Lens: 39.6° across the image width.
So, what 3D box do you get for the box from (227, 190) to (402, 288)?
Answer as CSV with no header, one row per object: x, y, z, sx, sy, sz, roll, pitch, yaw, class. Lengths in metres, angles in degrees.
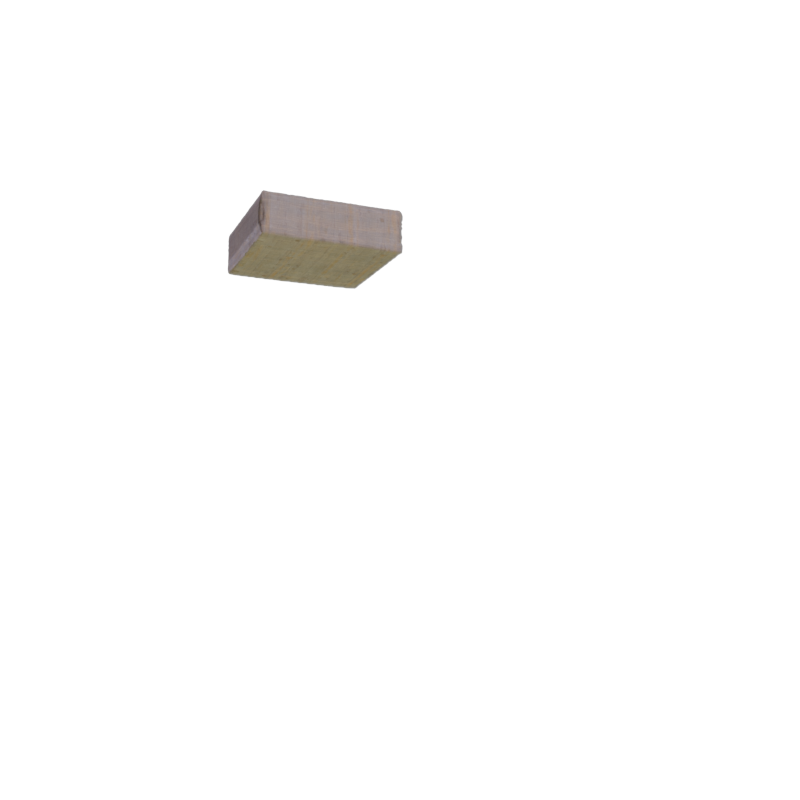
-0.052,-0.096,0.671,0.087,0.031,0.072,5,-16,-20,box
